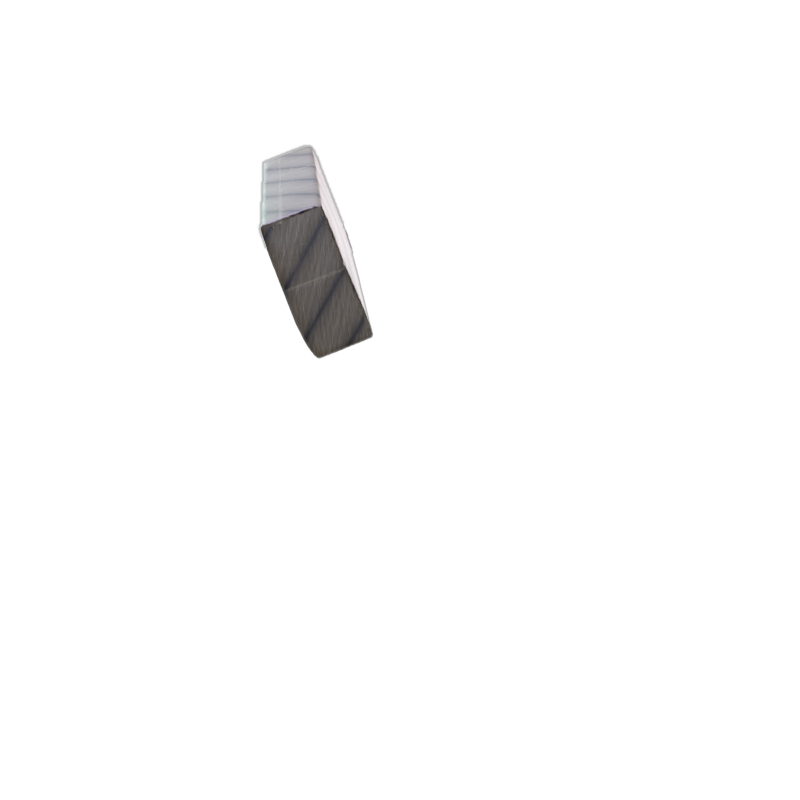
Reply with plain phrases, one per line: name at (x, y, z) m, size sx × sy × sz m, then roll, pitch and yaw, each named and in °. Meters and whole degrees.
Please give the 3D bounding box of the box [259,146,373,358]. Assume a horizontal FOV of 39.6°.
box at (-0.058, -0.106, 0.740) m, size 0.048 × 0.089 × 0.185 m, roll -19°, pitch 24°, yaw 5°
